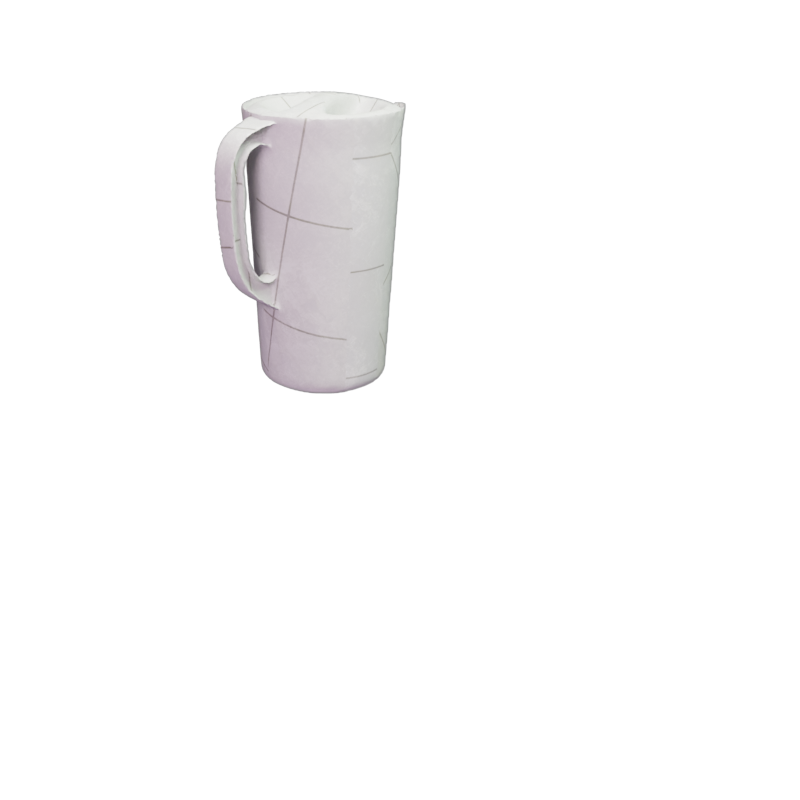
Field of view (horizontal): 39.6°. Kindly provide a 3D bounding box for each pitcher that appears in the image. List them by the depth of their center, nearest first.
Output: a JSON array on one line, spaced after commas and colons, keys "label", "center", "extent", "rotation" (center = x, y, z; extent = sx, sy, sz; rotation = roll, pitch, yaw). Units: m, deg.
[{"label": "pitcher", "center": [-0.072, -0.132, 0.923], "extent": [0.149, 0.234, 0.151], "rotation": [1, 19, -1]}]
